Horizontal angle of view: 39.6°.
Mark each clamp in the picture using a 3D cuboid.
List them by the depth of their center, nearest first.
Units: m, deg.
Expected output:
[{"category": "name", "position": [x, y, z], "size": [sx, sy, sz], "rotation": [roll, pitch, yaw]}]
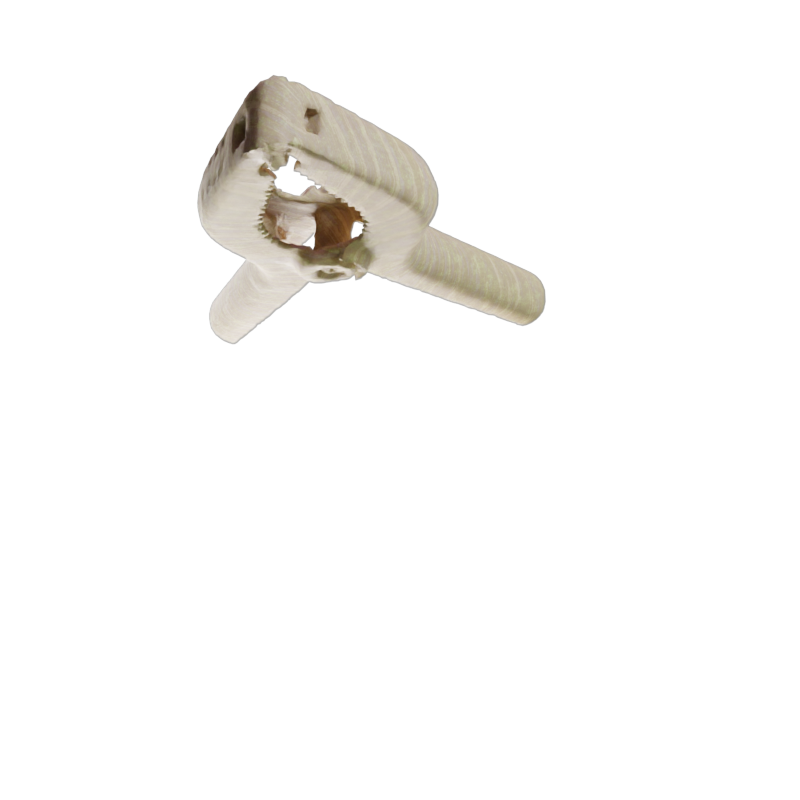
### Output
[{"category": "clamp", "position": [-0.037, -0.067, 0.470], "size": [0.167, 0.038, 0.197], "rotation": [-6, -19, 17]}]
